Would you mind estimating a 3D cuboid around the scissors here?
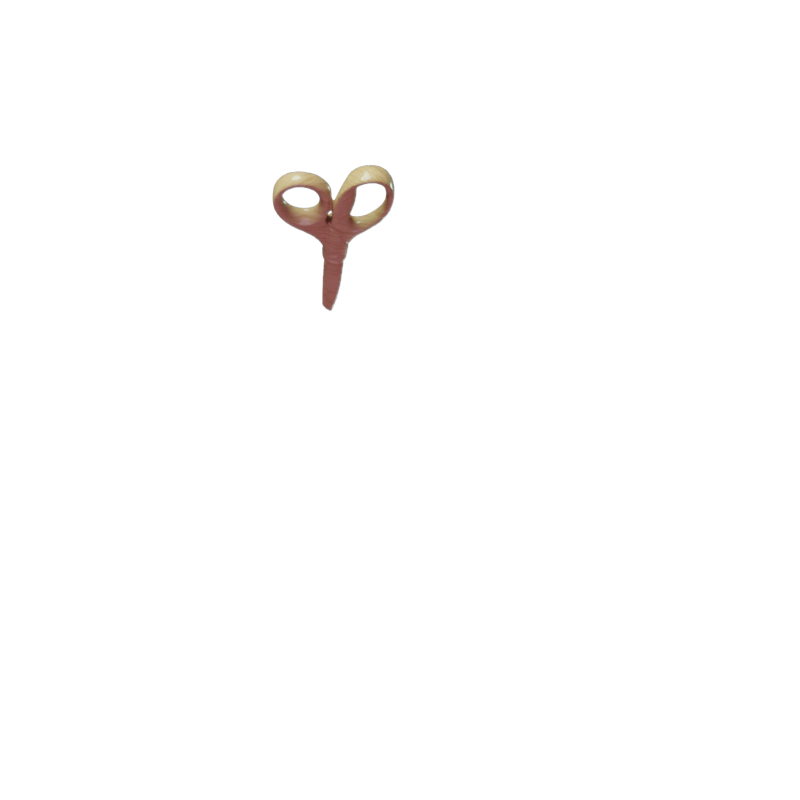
[{"bbox_3d":[-0.067,-0.121,0.851,0.093,0.017,0.195,10,-27,-19],"label":"scissors"}]
